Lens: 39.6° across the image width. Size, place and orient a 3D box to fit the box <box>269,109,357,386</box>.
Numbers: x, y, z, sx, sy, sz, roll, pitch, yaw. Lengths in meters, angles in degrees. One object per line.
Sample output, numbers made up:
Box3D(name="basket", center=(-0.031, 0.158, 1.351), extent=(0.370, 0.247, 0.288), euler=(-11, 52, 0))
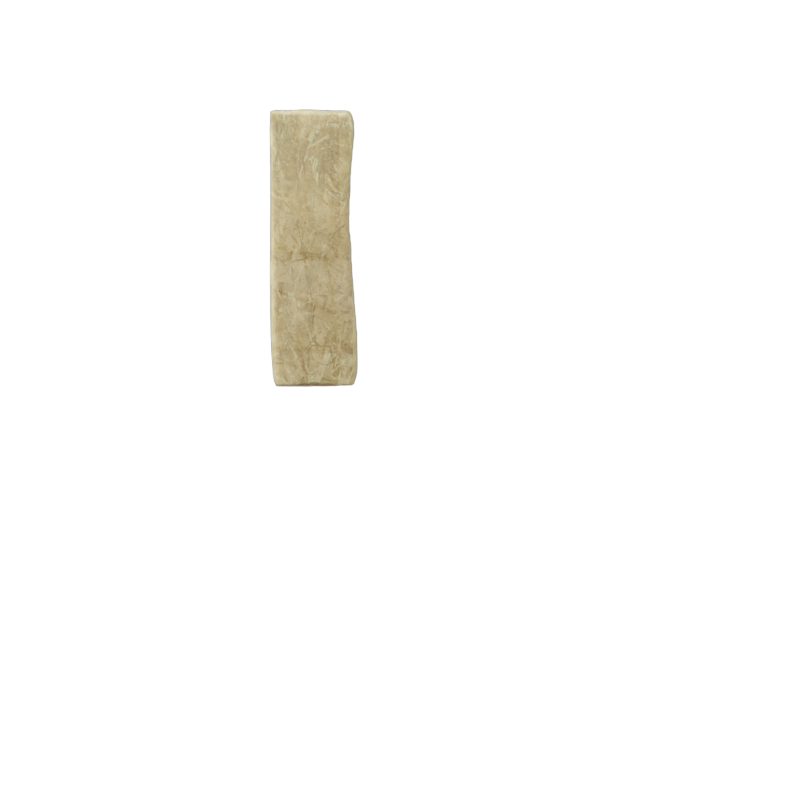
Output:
Box3D(name="box", center=(-0.072, -0.132, 0.925), extent=(0.071, 0.211, 0.168), euler=(0, 8, -5))
